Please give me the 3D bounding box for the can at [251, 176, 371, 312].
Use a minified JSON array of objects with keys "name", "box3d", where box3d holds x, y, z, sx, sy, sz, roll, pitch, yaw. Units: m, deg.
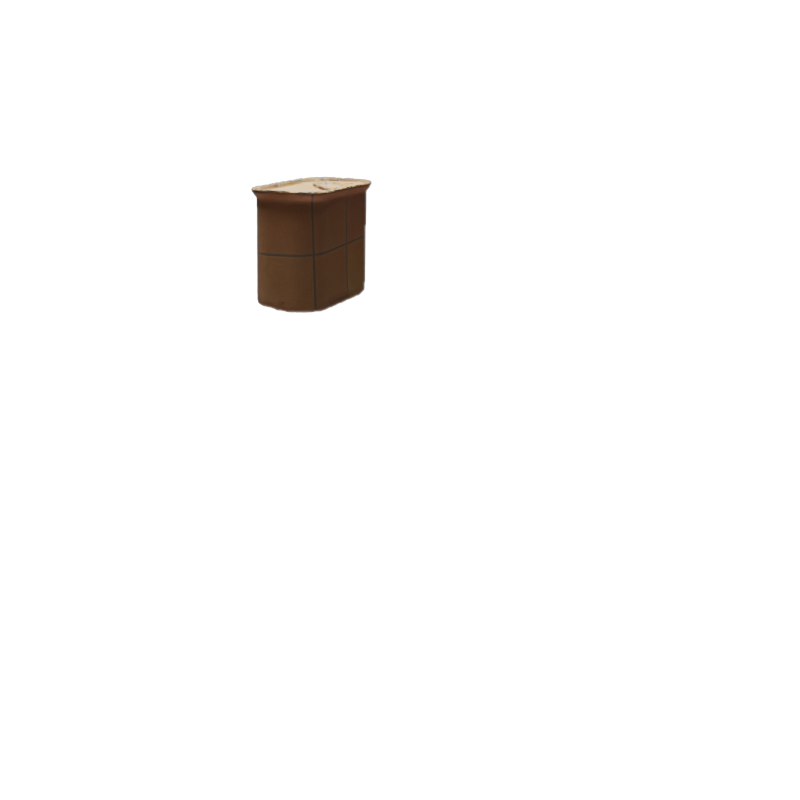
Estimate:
[{"name":"can","box3d":[-0.062,-0.113,0.792,0.059,0.082,0.101,6,15,24]}]
